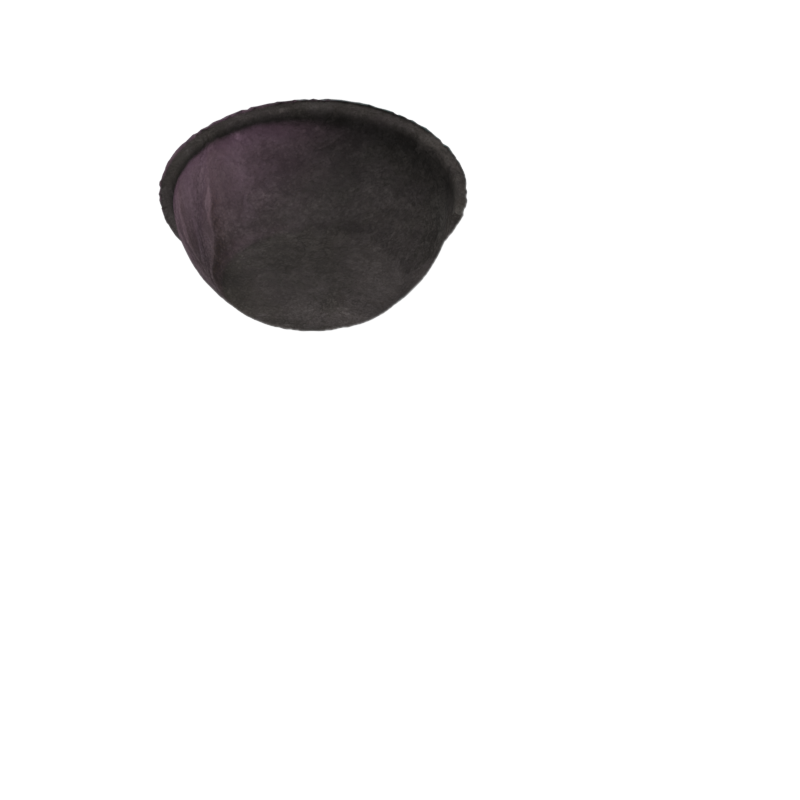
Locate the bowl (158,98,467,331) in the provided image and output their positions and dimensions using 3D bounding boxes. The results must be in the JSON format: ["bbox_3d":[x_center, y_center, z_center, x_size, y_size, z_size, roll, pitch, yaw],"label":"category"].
[{"bbox_3d":[-0.045,-0.081,0.570,0.162,0.059,0.152,1,-30,-2],"label":"bowl"}]
